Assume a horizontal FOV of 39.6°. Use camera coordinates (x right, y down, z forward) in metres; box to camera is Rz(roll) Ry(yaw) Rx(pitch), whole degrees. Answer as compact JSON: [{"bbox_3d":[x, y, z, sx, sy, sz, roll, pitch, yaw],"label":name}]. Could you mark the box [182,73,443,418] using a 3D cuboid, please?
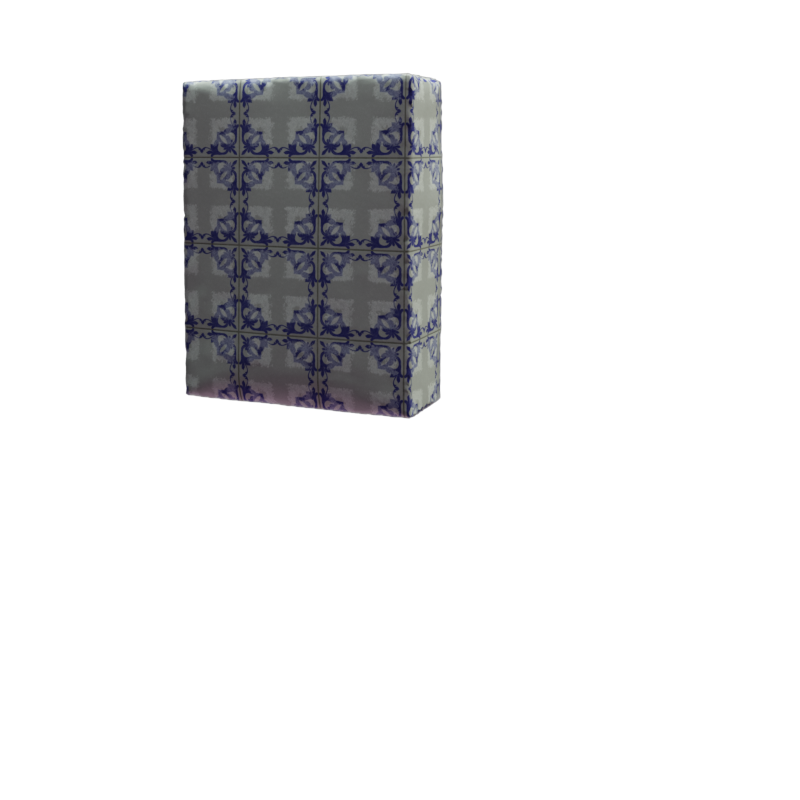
[{"bbox_3d":[-0.058,-0.105,0.737,0.169,0.211,0.070,3,6,23],"label":"box"}]
